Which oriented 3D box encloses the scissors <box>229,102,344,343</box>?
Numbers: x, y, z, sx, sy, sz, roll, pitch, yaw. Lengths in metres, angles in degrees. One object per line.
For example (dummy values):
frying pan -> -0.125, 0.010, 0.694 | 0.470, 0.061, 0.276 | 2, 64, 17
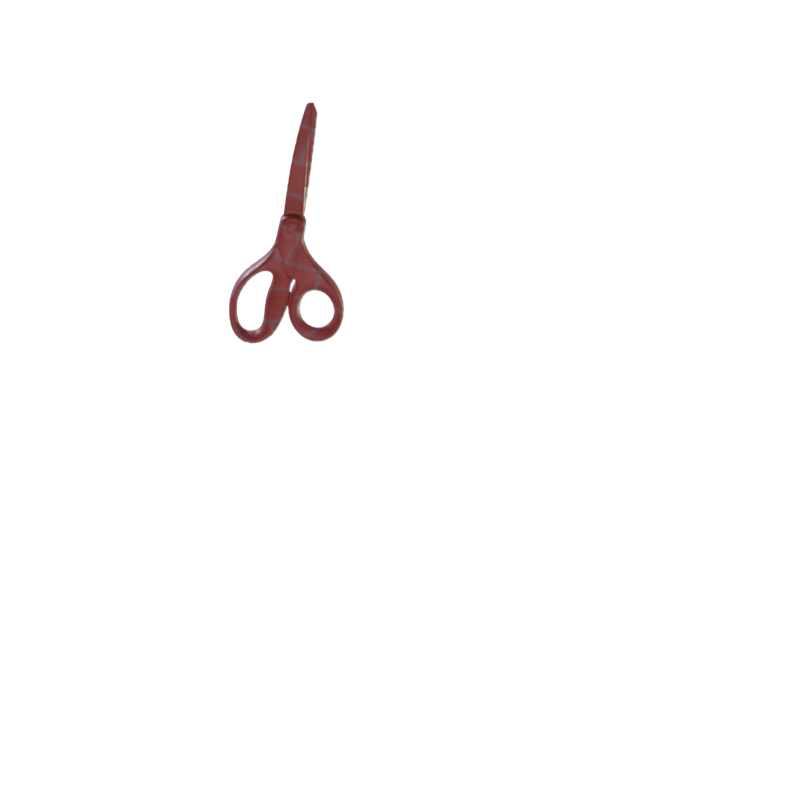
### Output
scissors -> -0.064, -0.117, 0.817 | 0.094, 0.194, 0.017 | 22, 30, -14
